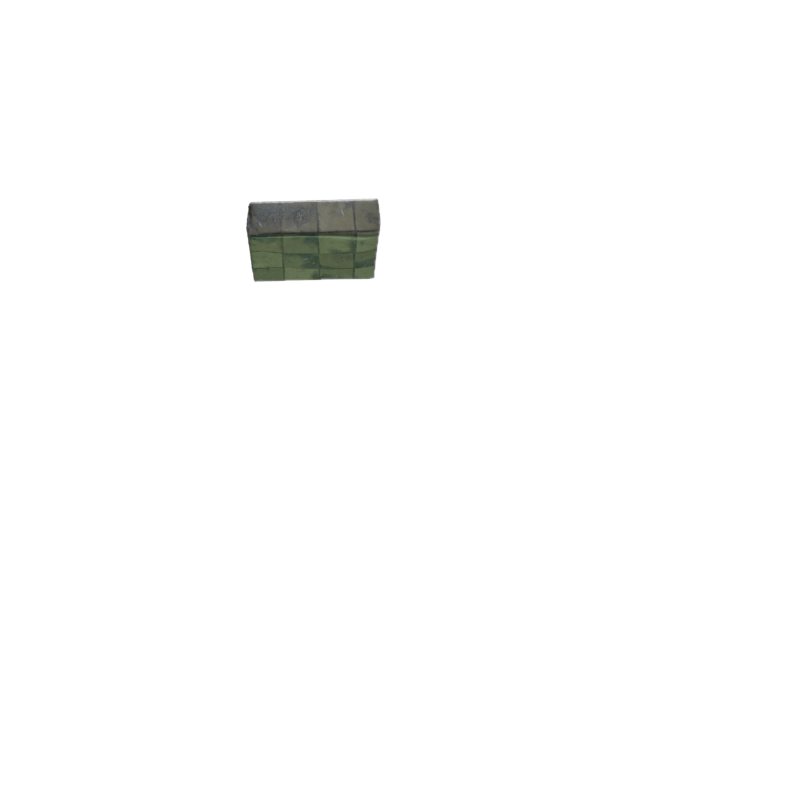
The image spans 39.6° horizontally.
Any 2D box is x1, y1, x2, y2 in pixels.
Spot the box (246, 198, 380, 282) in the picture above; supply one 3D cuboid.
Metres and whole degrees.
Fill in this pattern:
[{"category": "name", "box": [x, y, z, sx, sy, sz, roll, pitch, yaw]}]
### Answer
[{"category": "box", "box": [-0.076, -0.138, 0.969, 0.113, 0.041, 0.085, 1, -21, -2]}]
